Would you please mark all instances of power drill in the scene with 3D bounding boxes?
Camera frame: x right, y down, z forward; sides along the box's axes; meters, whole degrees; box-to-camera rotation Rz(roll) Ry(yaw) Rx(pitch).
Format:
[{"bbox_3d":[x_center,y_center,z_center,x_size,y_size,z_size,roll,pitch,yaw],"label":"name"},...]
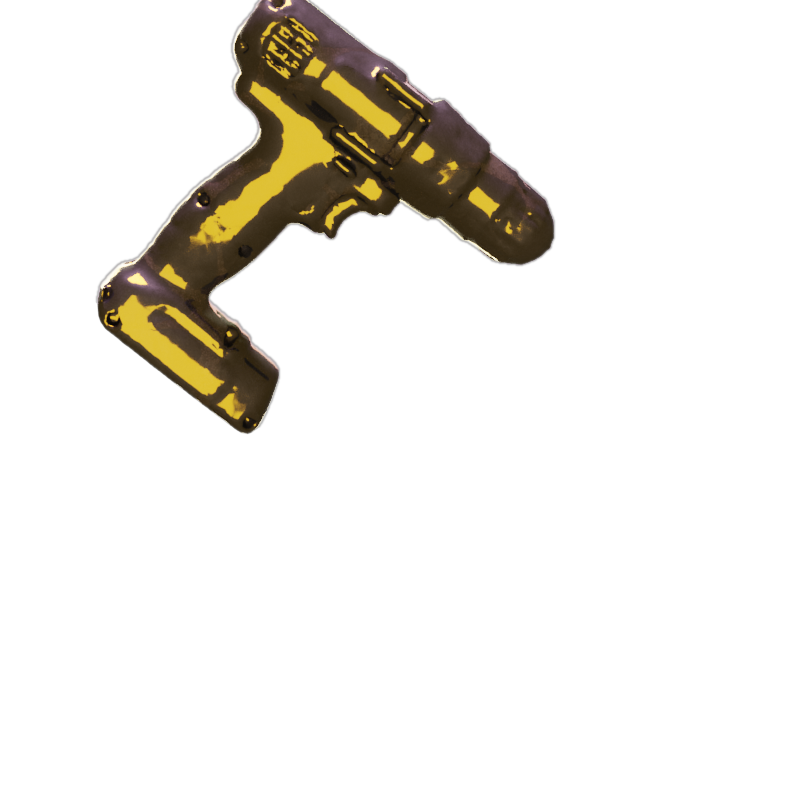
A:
[{"bbox_3d":[-0.043,-0.078,0.546,0.182,0.186,0.059,39,7,-6],"label":"power drill"}]
